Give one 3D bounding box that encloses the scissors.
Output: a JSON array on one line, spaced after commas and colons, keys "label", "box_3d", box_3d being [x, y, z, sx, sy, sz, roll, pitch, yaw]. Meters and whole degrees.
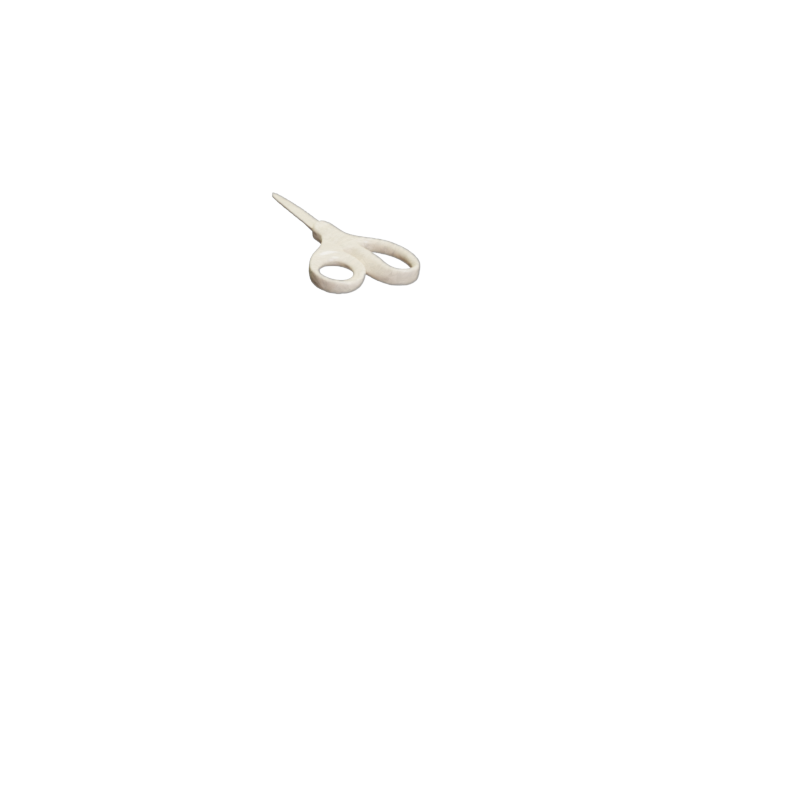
[{"label": "scissors", "box_3d": [-0.073, -0.132, 0.928, 0.096, 0.015, 0.215, -27, 40, -37]}]
